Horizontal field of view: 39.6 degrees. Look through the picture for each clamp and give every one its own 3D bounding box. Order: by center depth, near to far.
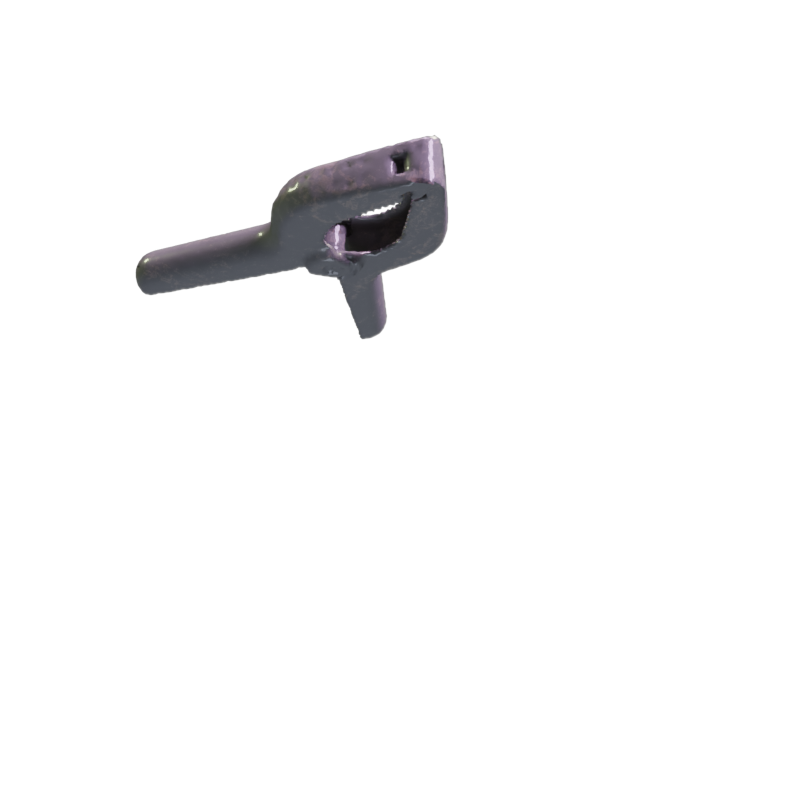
[{"bbox_3d":[-0.048,-0.087,0.609,0.159,0.038,0.206,8,-21,-22],"label":"clamp"}]
